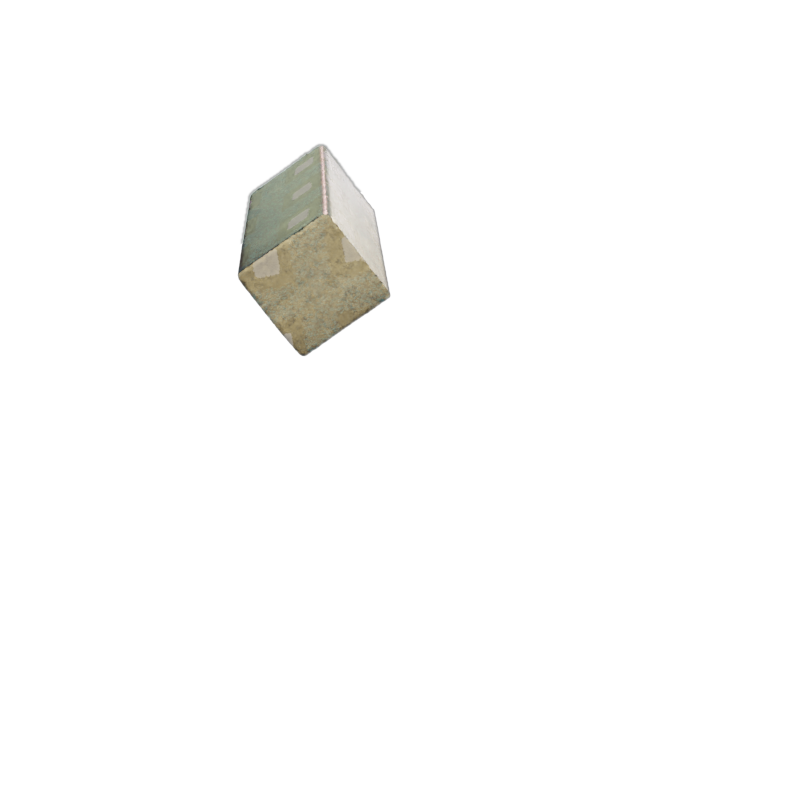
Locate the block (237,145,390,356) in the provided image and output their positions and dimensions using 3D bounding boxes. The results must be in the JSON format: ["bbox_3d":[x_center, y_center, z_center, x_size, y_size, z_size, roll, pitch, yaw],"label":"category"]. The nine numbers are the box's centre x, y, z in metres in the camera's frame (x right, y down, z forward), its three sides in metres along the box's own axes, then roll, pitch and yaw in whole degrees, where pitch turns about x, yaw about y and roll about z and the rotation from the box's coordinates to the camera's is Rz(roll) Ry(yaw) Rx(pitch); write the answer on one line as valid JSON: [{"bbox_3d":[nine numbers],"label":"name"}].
[{"bbox_3d":[-0.076,-0.137,0.959,0.090,0.086,0.217,-34,23,12],"label":"block"}]
